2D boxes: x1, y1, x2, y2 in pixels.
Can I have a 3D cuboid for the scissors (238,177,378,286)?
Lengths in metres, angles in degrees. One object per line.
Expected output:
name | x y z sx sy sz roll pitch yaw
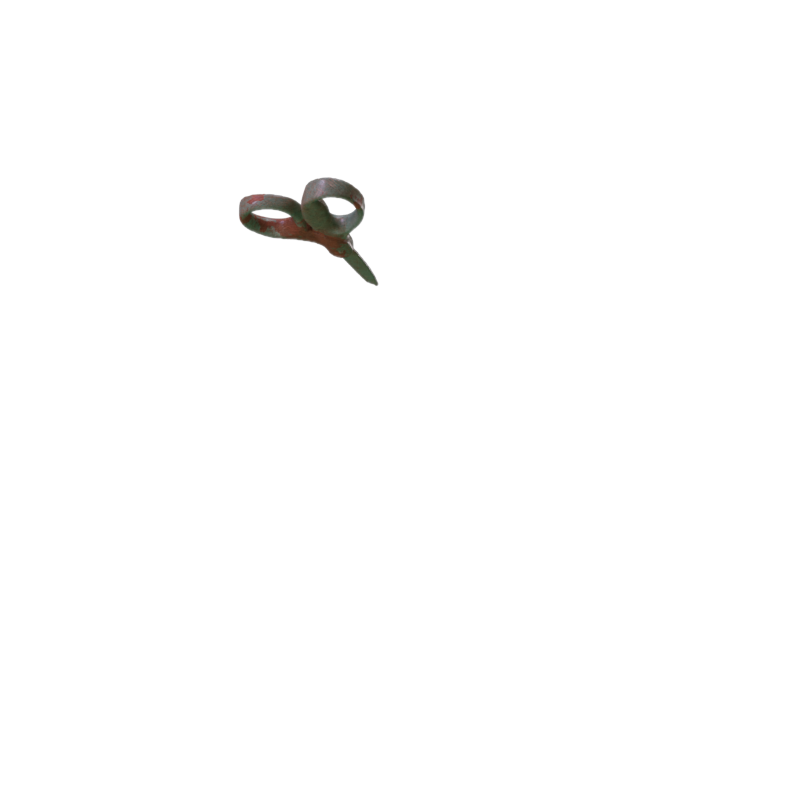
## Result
scissors | -0.064 -0.117 0.819 0.096 0.016 0.193 0 -14 0
